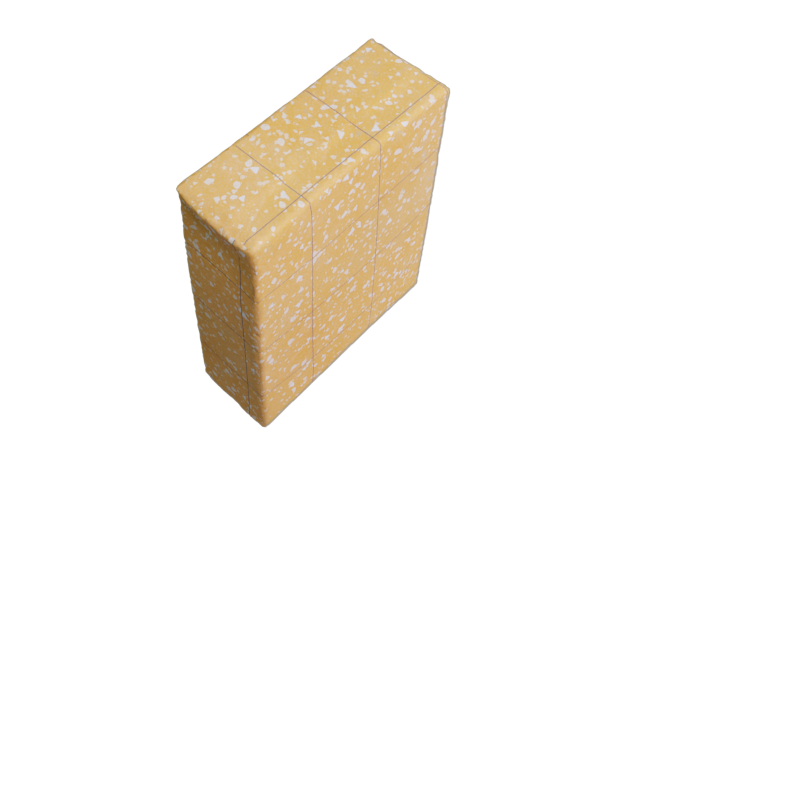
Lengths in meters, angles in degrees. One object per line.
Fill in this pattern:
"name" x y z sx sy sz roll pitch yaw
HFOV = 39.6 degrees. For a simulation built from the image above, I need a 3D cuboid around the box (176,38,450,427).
"box" -0.055 -0.101 0.706 0.075 0.166 0.201 38 -25 17
